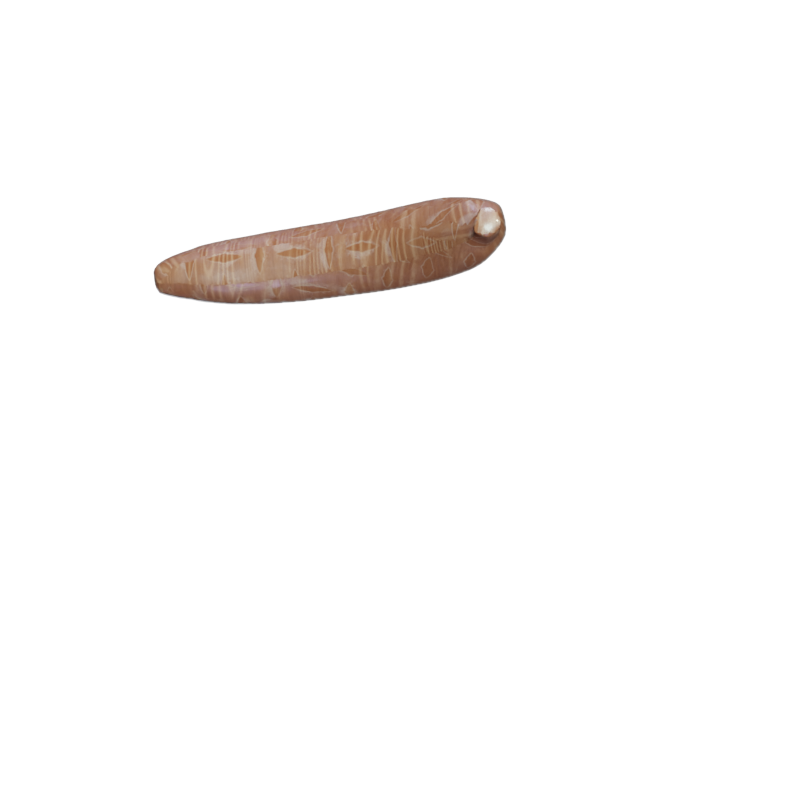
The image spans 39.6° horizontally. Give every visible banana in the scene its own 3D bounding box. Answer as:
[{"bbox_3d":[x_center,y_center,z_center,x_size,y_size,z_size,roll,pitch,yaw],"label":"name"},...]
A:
[{"bbox_3d":[-0.027,-0.072,0.529,0.203,0.038,0.066,-6,-12,35],"label":"banana"}]
